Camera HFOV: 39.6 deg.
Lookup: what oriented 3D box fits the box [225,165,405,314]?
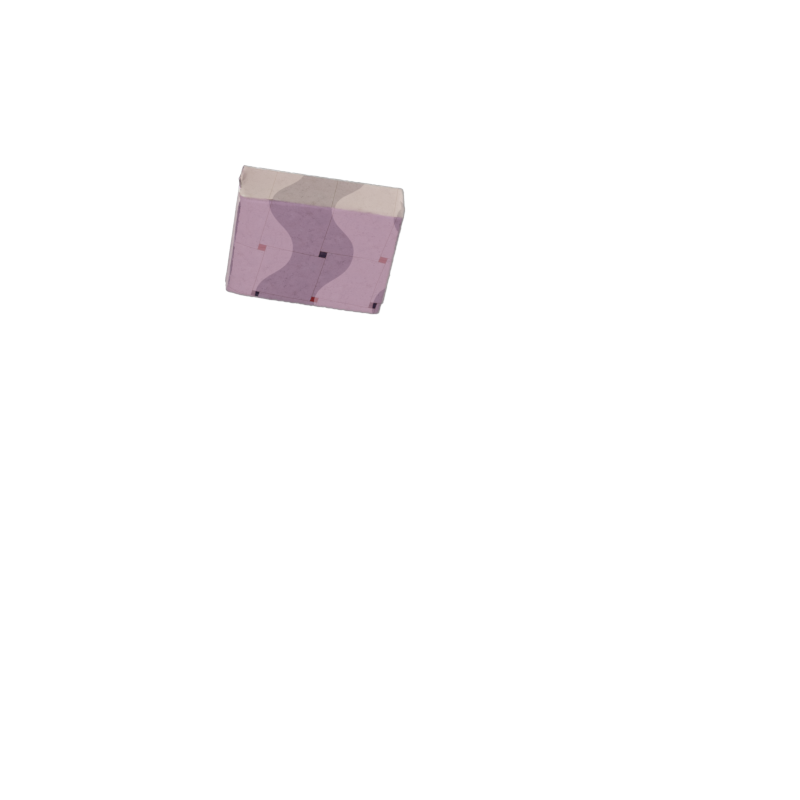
[{"bbox_3d":[-0.060,-0.109,0.761,0.112,0.085,0.042,7,41,-7],"label":"box"}]
